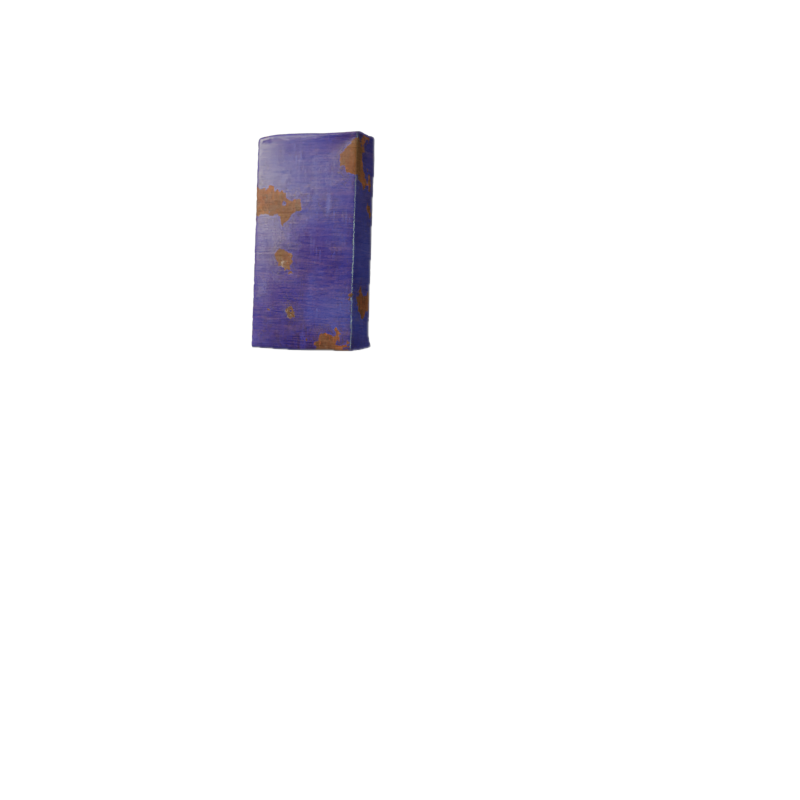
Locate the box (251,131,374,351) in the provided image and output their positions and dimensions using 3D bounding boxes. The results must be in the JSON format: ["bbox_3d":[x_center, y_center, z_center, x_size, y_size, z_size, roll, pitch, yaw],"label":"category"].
[{"bbox_3d":[-0.071,-0.130,0.909,0.096,0.177,0.046,0,-2,23],"label":"box"}]
